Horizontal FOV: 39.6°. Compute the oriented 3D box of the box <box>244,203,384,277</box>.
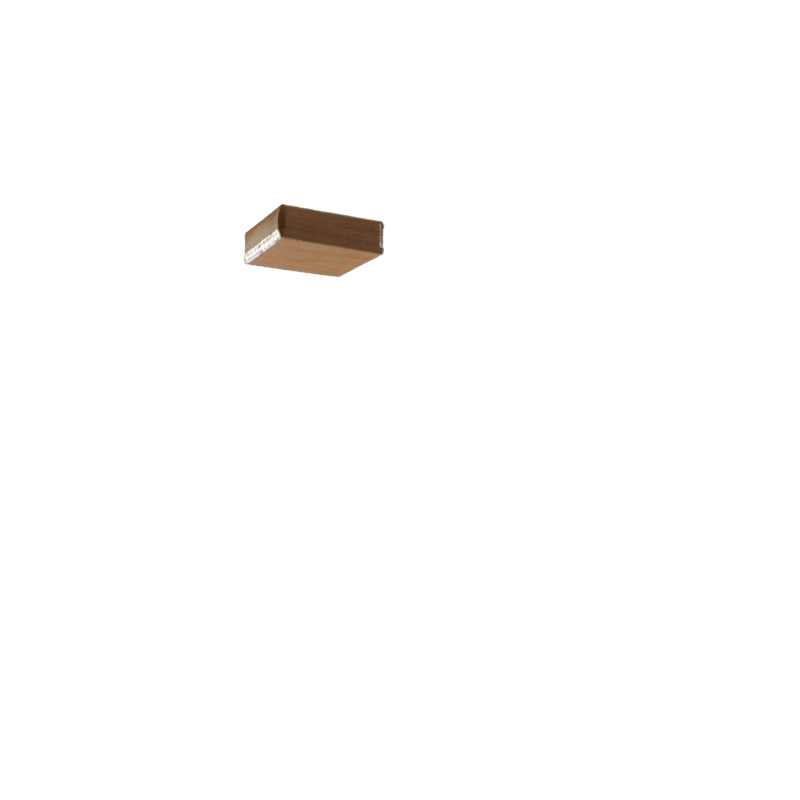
[{"bbox_3d":[-0.067,-0.123,0.864,0.086,0.031,0.073,6,-13,-26],"label":"box"}]
